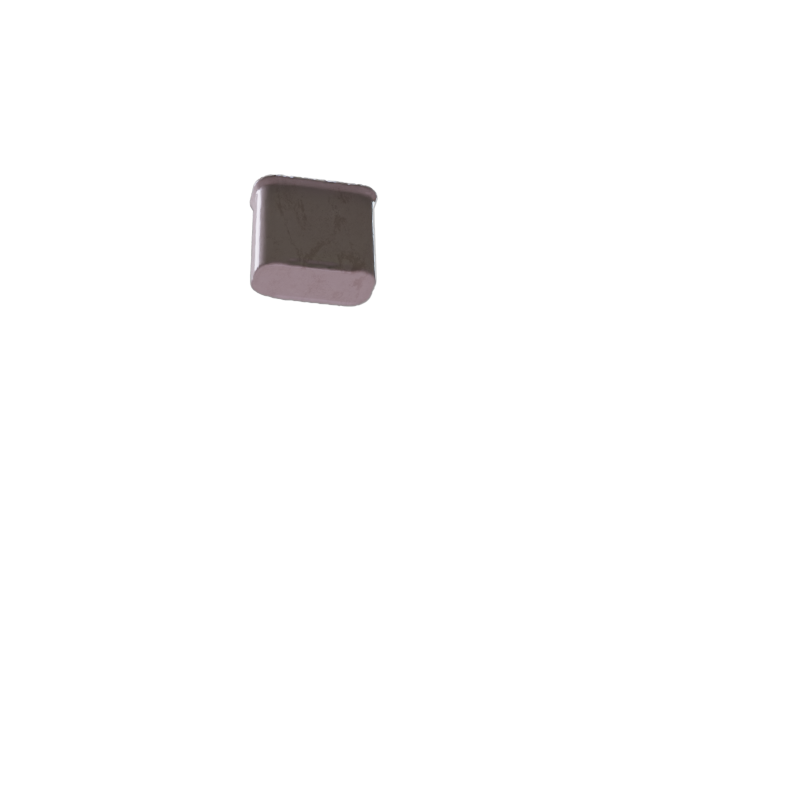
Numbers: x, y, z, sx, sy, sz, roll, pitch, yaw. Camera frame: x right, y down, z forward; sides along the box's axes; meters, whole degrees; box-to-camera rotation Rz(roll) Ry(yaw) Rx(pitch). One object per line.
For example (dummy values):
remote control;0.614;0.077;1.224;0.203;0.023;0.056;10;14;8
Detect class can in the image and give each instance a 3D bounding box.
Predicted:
can;-0.069;-0.125;0.879;0.100;0.089;0.055;5;-32;-11
